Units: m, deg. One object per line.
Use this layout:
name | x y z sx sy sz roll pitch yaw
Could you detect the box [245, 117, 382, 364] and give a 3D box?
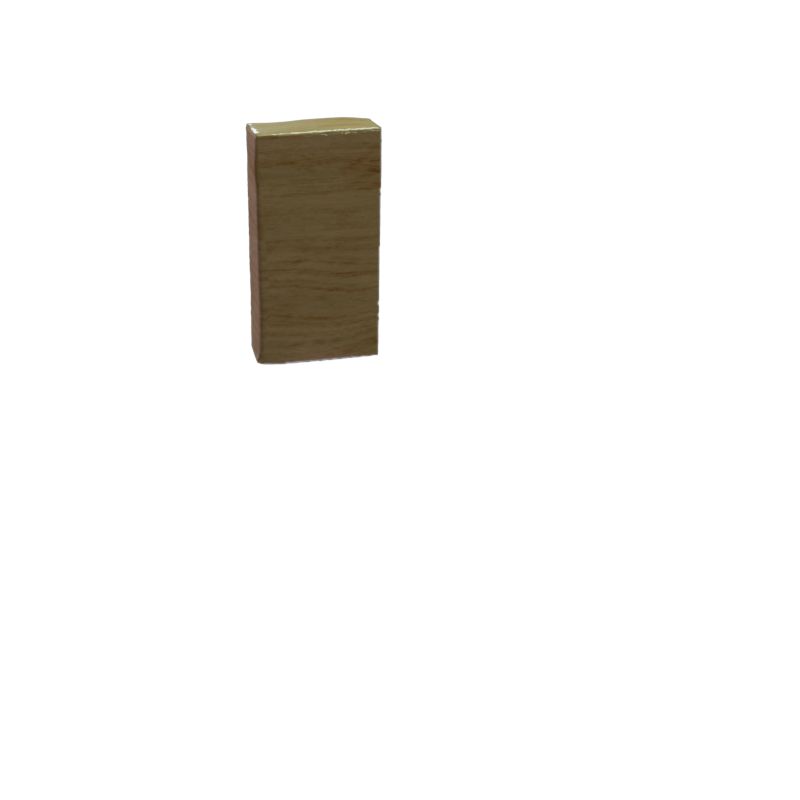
box | -0.063 -0.115 0.807 0.092 0.169 0.051 -4 19 -14
